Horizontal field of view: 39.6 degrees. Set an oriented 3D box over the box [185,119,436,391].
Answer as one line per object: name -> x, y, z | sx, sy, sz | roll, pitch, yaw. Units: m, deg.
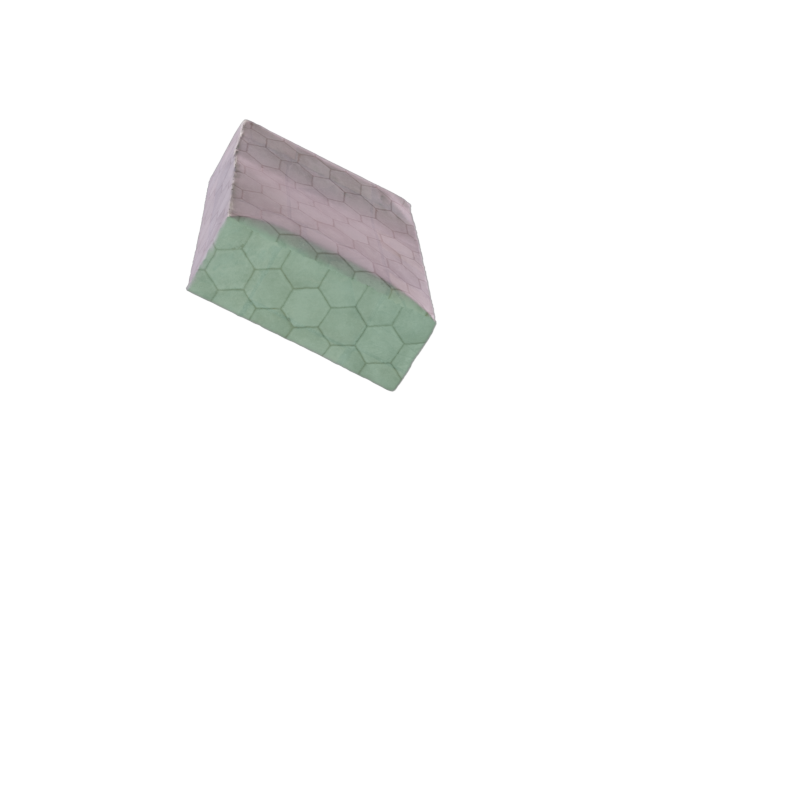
box -> -0.065, -0.119, 0.830 | 0.159, 0.070, 0.227 | 25, 26, -16
